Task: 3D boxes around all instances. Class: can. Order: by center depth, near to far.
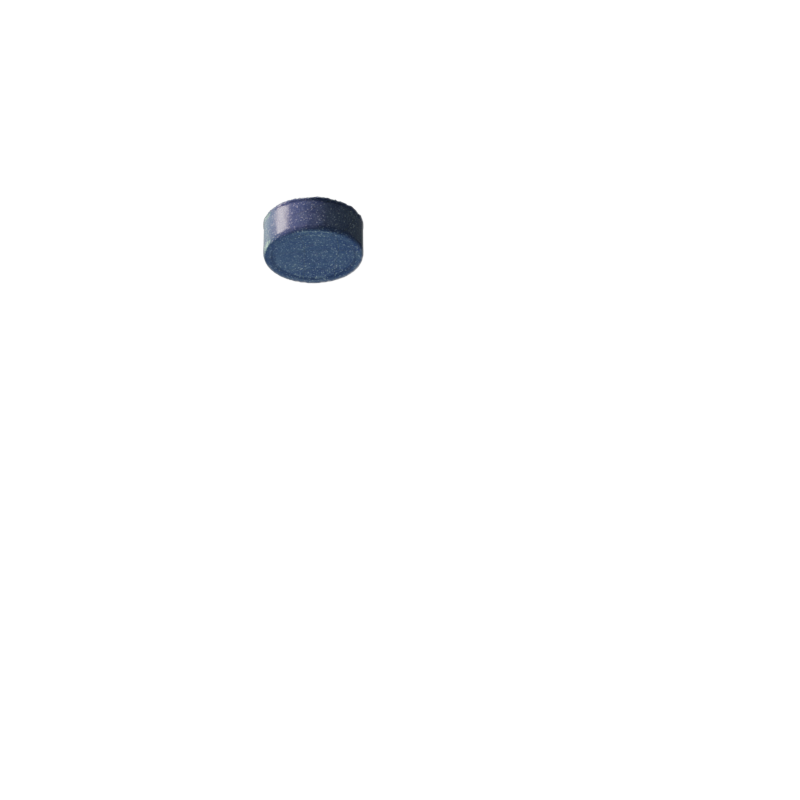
[{"bbox_3d":[-0.073,-0.133,0.935,0.086,0.036,0.081,1,-28,-2],"label":"can"}]
